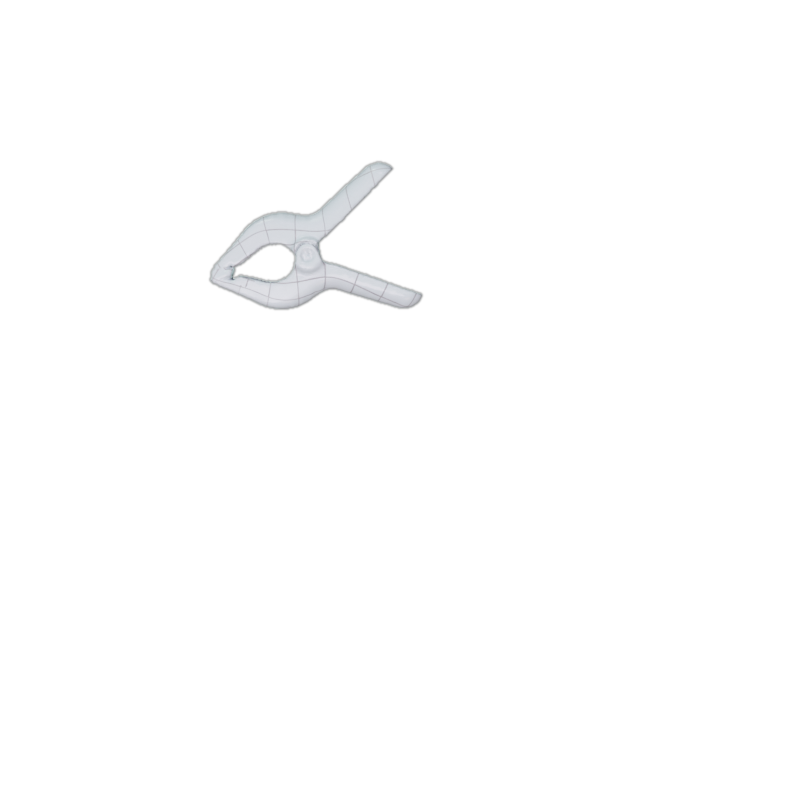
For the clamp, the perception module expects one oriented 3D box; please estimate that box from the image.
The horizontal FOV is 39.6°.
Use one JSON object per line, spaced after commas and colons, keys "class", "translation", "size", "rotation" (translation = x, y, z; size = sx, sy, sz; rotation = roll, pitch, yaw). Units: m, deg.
{"class": "clamp", "translation": [-0.071, -0.130, 0.910], "size": [0.171, 0.123, 0.038], "rotation": [-4, -7, -1]}
